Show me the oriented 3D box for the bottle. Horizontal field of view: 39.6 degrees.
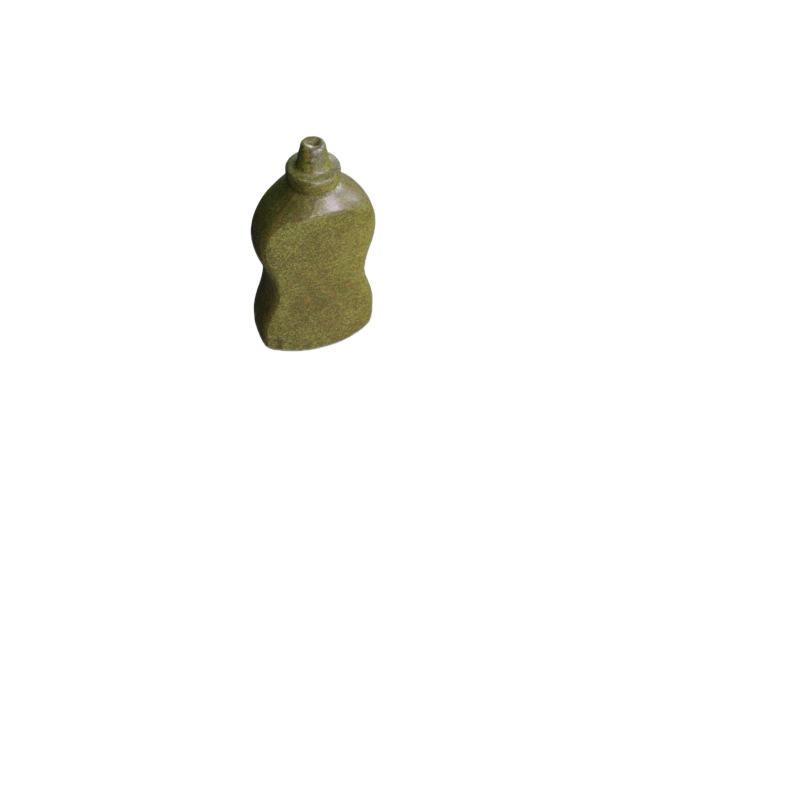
[{"bbox_3d":[-0.067,-0.123,0.859,0.095,0.063,0.179,-13,-41,-15],"label":"bottle"}]
